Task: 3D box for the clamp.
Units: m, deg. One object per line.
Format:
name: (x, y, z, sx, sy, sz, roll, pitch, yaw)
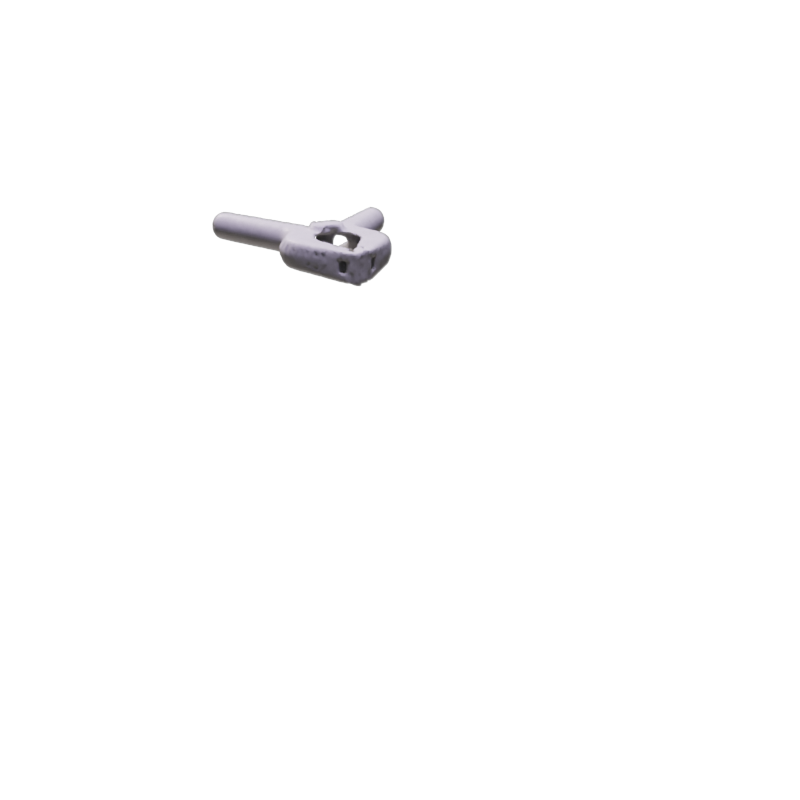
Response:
clamp: (-0.075, -0.137, 0.962, 0.162, 0.035, 0.221, -4, 20, -11)
